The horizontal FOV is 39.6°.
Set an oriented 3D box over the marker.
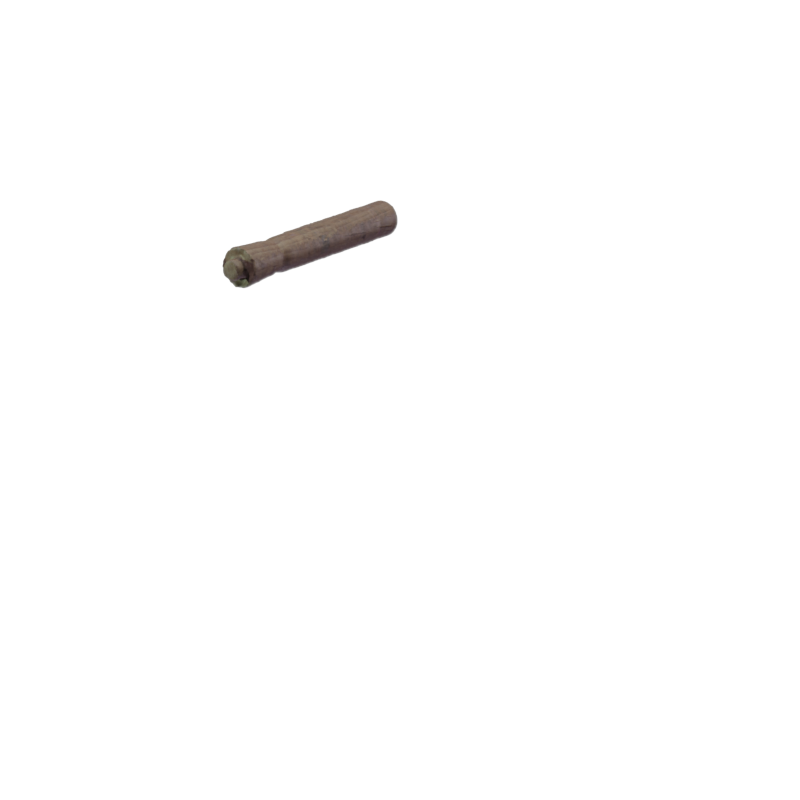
[{"bbox_3d":[-0.041,-0.075,0.528,0.020,0.019,0.120,3,20,34],"label":"marker"}]
